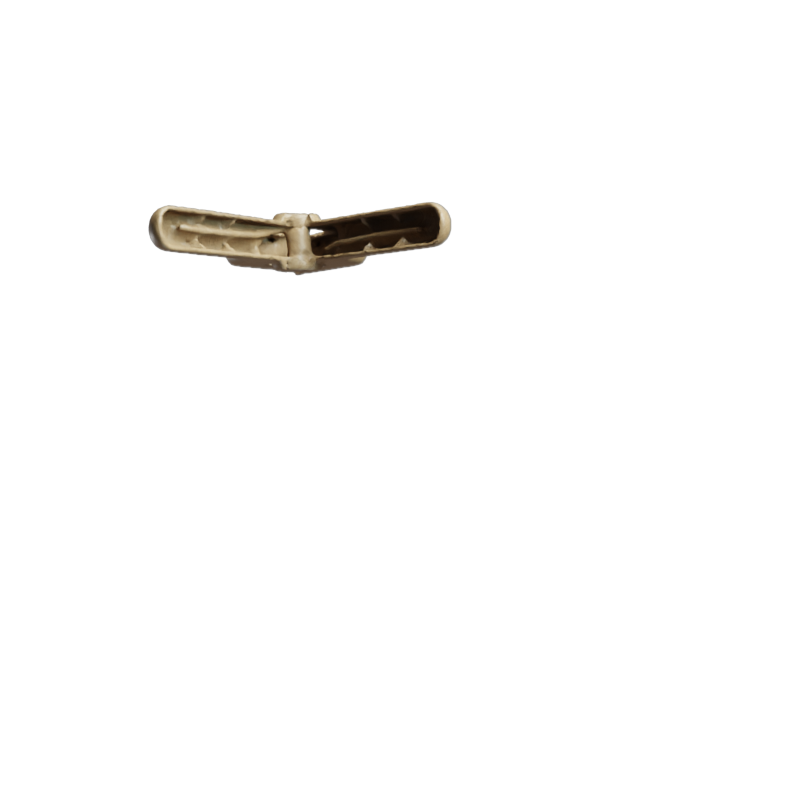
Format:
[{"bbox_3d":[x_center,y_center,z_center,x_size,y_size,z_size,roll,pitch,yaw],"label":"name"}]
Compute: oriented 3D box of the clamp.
[{"bbox_3d":[-0.054,-0.098,0.689,0.165,0.037,0.208,0,2,2],"label":"clamp"}]
